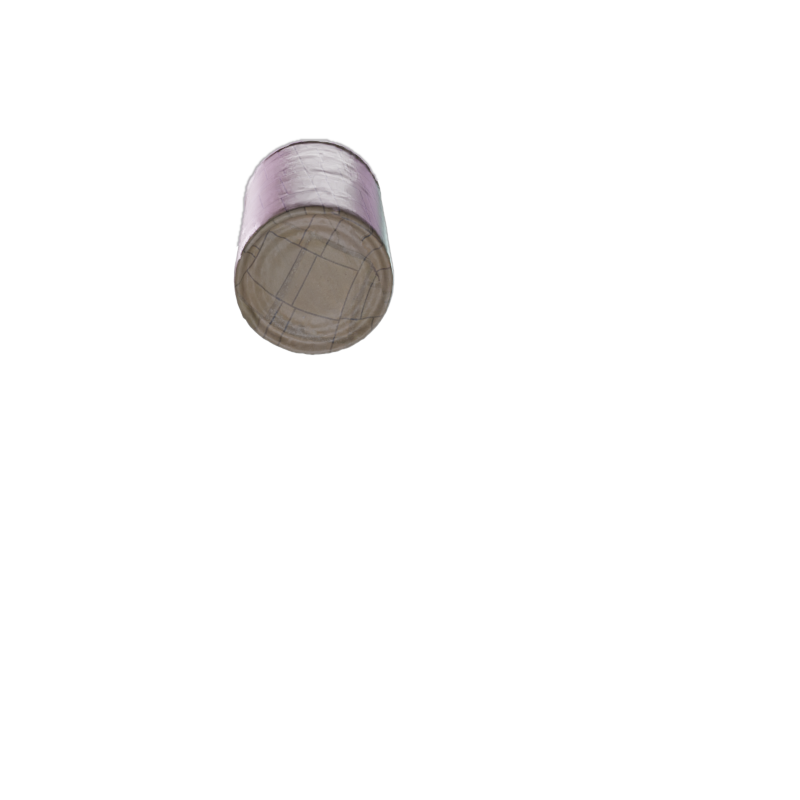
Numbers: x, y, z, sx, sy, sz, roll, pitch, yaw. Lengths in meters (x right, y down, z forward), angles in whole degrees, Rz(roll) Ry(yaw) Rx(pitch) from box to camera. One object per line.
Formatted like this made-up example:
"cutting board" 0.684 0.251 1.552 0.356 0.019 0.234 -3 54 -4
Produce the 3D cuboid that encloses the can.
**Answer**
"can" -0.039 -0.071 0.499 0.068 0.065 0.108 0 25 -3
